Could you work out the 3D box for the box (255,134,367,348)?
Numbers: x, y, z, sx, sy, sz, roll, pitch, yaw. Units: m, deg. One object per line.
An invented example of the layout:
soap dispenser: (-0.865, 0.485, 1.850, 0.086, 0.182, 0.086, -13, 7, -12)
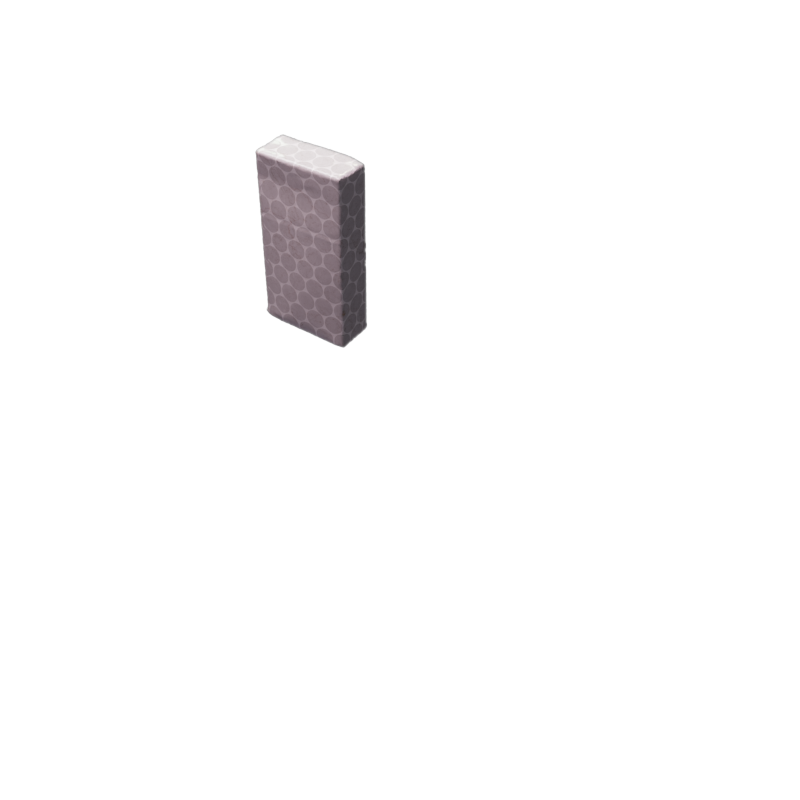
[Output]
box: (-0.077, -0.141, 0.985, 0.099, 0.165, 0.048, 24, 40, 29)
